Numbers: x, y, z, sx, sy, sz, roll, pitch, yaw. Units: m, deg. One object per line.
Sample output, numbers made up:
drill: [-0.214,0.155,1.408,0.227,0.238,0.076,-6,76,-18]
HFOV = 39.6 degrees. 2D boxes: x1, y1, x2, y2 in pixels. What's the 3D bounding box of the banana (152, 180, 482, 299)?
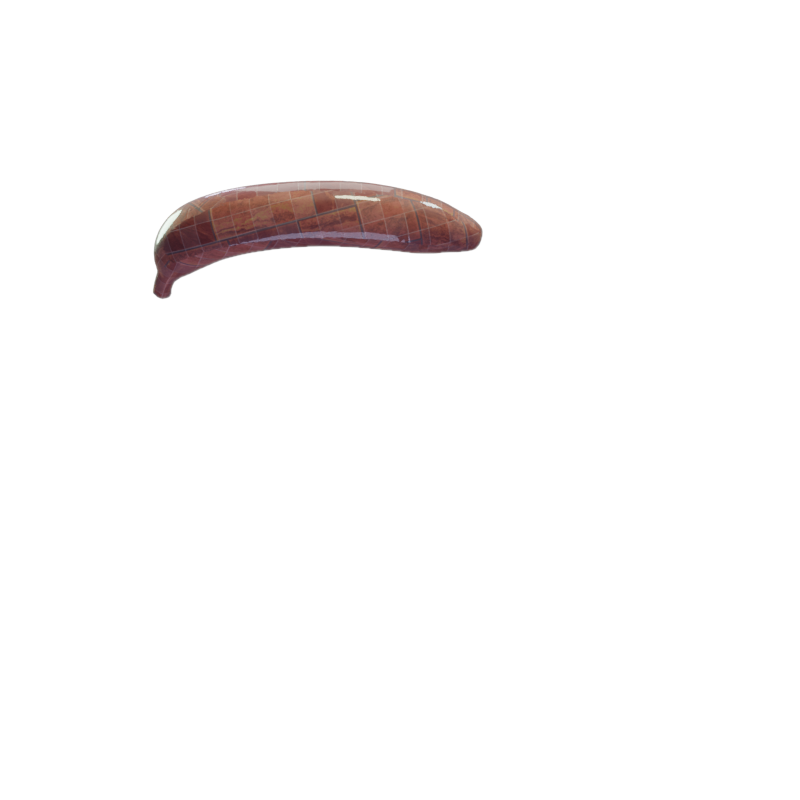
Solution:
banana: [-0.057,-0.095,0.615,0.201,0.039,0.065,-5,-21,15]
